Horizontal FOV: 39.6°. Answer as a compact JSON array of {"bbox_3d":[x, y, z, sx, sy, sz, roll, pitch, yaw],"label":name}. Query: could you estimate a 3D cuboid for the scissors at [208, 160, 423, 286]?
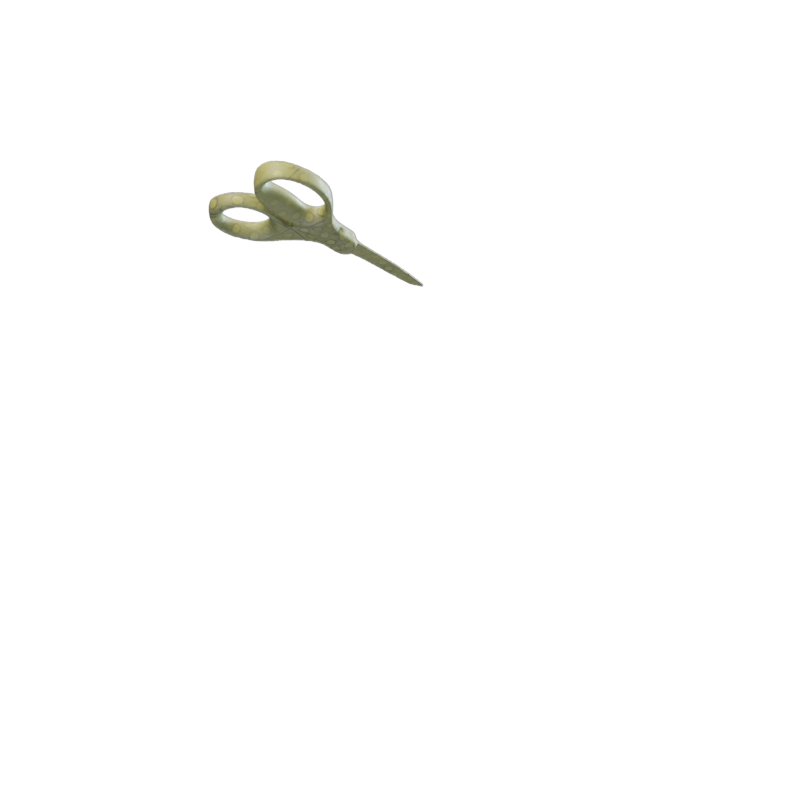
[{"bbox_3d":[-0.063,-0.114,0.799,0.098,0.017,0.187,-9,-24,21],"label":"scissors"}]
